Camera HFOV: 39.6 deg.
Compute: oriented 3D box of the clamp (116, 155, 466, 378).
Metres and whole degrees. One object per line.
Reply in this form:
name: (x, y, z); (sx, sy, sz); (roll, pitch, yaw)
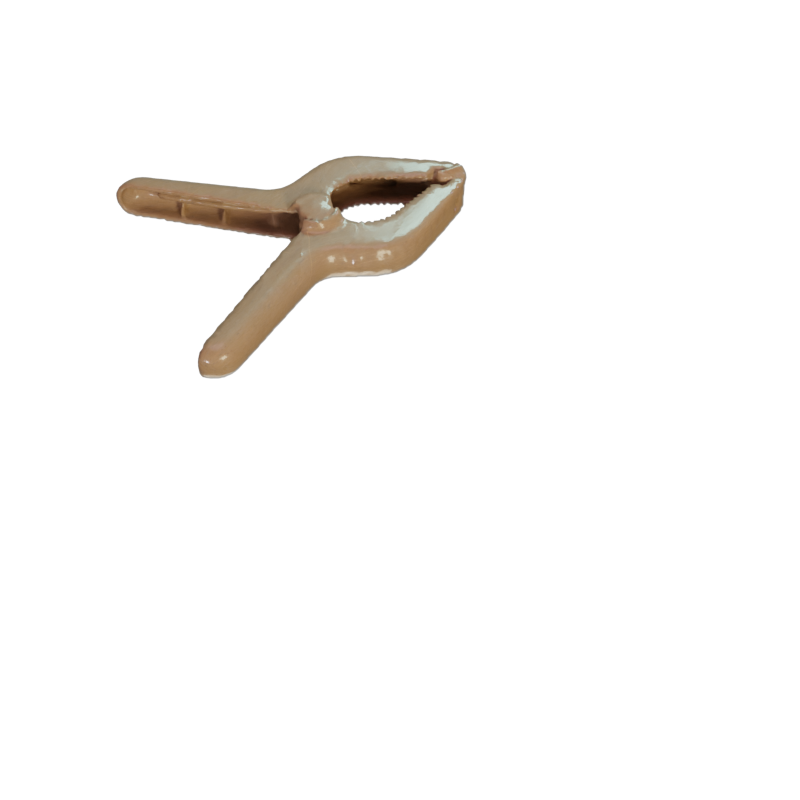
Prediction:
clamp: (-0.052, -0.094, 0.658); (0.208, 0.178, 0.034); (-14, -41, -12)
